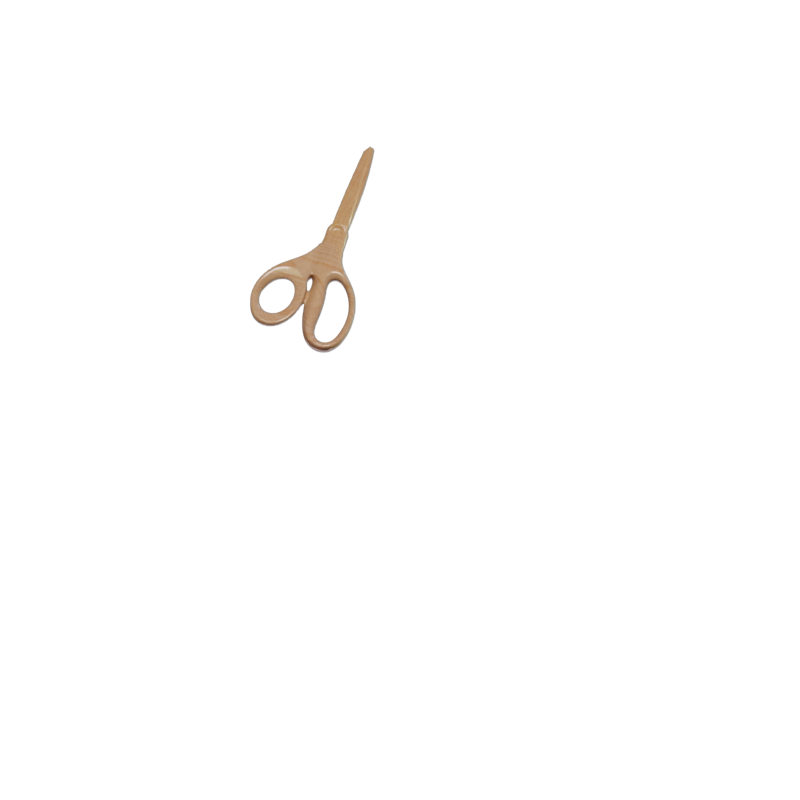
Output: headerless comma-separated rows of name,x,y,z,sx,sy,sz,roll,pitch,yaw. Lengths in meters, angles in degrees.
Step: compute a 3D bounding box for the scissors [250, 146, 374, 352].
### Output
scissors,-0.074,-0.134,0.940,0.096,0.214,0.015,2,-29,1
